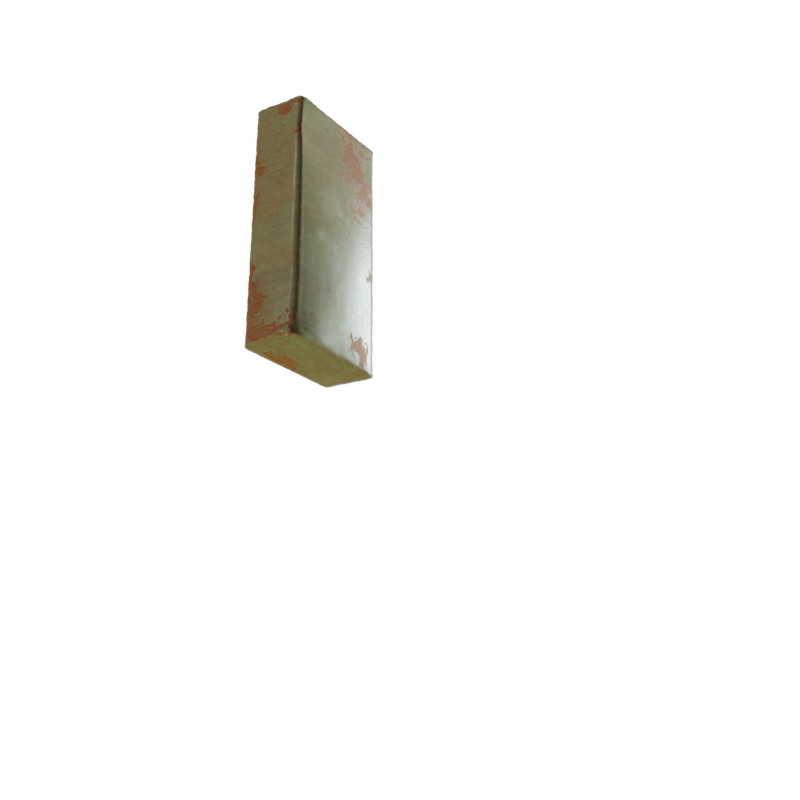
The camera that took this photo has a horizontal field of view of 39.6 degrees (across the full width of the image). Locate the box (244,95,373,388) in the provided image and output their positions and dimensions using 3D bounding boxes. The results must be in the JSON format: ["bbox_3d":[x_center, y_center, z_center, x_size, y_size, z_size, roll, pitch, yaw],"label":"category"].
[{"bbox_3d":[-0.059,-0.107,0.751,0.049,0.187,0.087,-18,-30,29],"label":"box"}]
